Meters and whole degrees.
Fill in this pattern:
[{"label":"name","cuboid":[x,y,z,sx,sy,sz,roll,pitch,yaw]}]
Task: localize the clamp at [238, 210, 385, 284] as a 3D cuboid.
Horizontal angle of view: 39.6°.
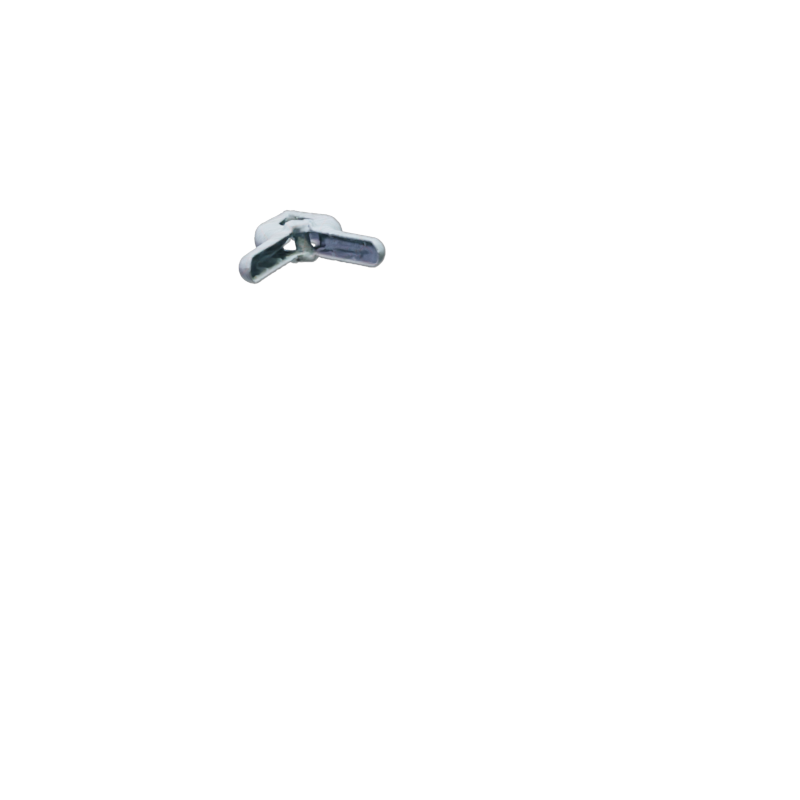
[{"label":"clamp","cuboid":[-0.076,-0.139,0.971,0.120,0.037,0.179,-1,23,-2]}]
